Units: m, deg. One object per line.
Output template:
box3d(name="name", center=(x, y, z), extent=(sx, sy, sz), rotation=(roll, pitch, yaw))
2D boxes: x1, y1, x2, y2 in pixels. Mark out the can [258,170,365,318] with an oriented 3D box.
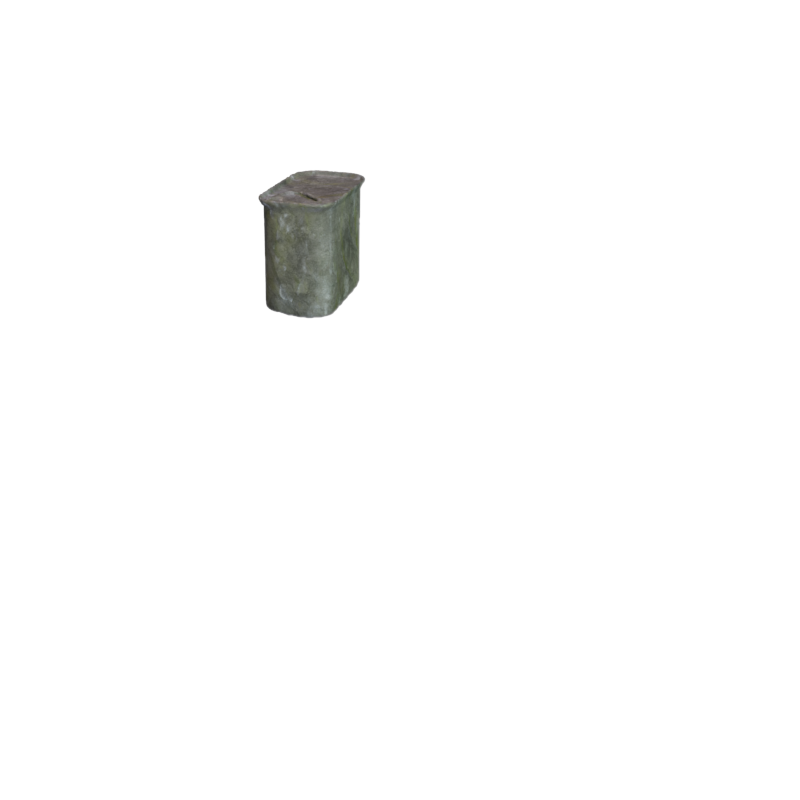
box3d(name="can", center=(-0.063, -0.115, 0.807), extent=(0.059, 0.080, 0.104), rotation=(6, 21, 14))
